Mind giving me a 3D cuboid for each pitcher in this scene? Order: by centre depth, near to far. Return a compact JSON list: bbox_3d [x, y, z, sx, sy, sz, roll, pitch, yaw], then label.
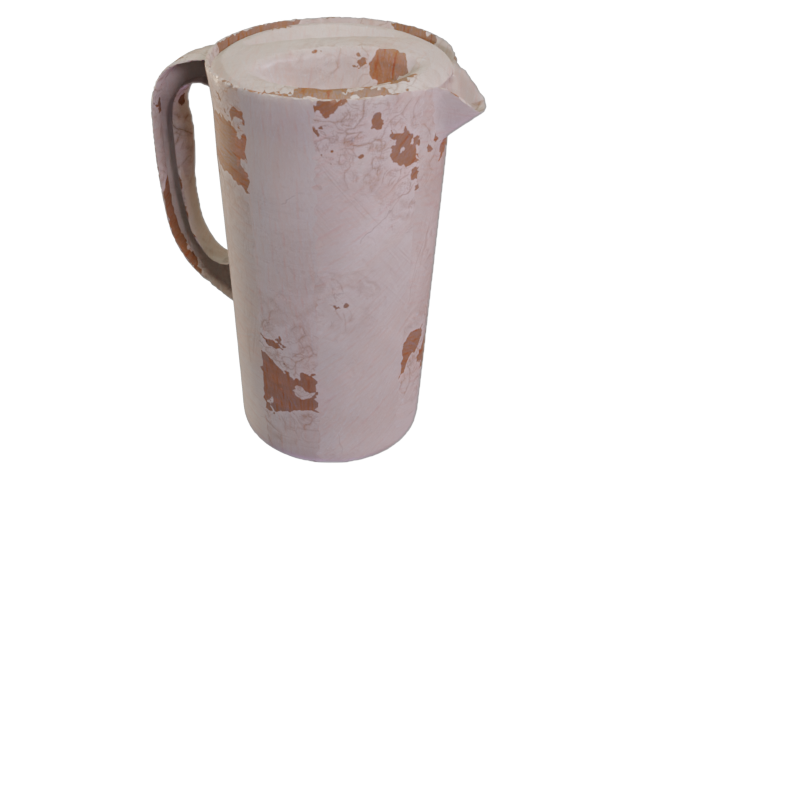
[{"bbox_3d":[-0.050,-0.091,0.639,0.143,0.229,0.161,-14,35,-24],"label":"pitcher"}]
